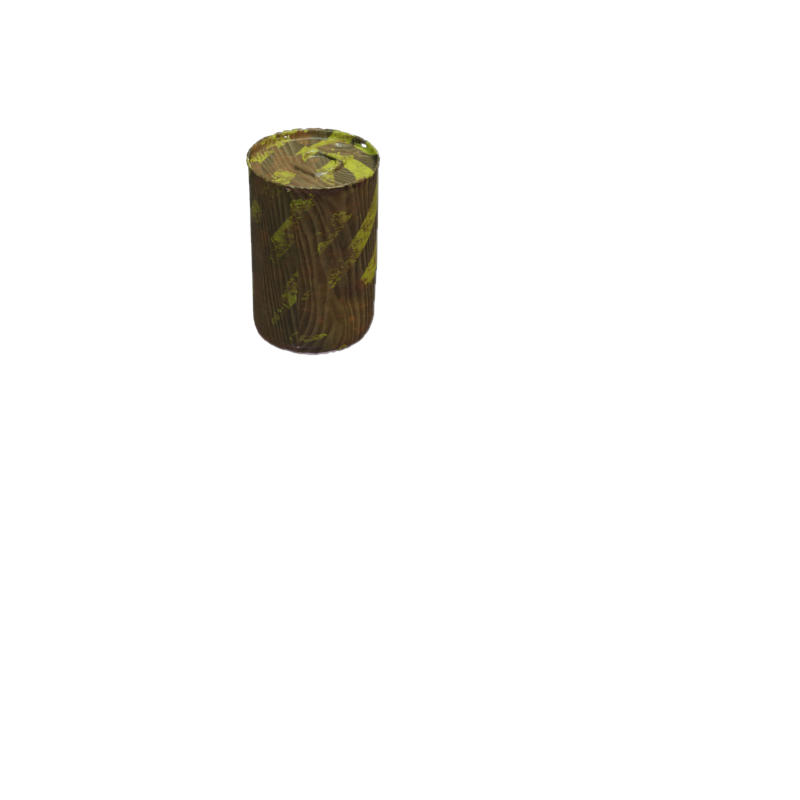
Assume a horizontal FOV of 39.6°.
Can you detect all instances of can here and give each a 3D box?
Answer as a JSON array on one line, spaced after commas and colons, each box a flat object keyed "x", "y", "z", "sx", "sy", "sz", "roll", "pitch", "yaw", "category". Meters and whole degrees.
[{"x": -0.046, "y": -0.084, "z": 0.587, "sx": 0.068, "sy": 0.096, "sz": 0.073, "roll": 0, "pitch": 35, "yaw": -3, "category": "can"}]
